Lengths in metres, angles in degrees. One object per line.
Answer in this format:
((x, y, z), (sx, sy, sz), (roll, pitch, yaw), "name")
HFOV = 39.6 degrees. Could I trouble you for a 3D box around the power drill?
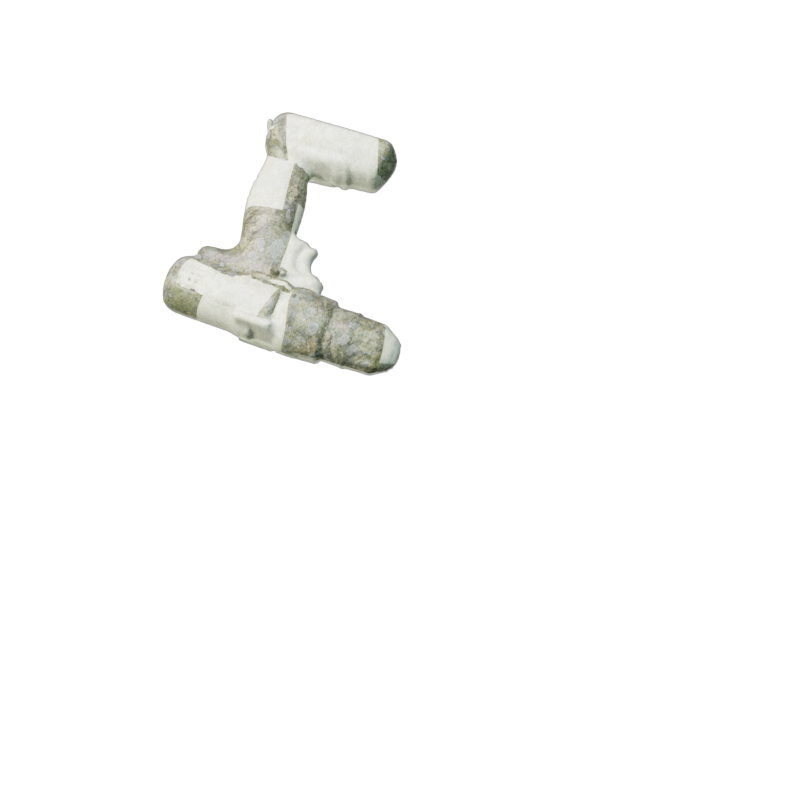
((-0.067, -0.121, 0.851), (0.188, 0.195, 0.054), (18, -26, 9), "power drill")
